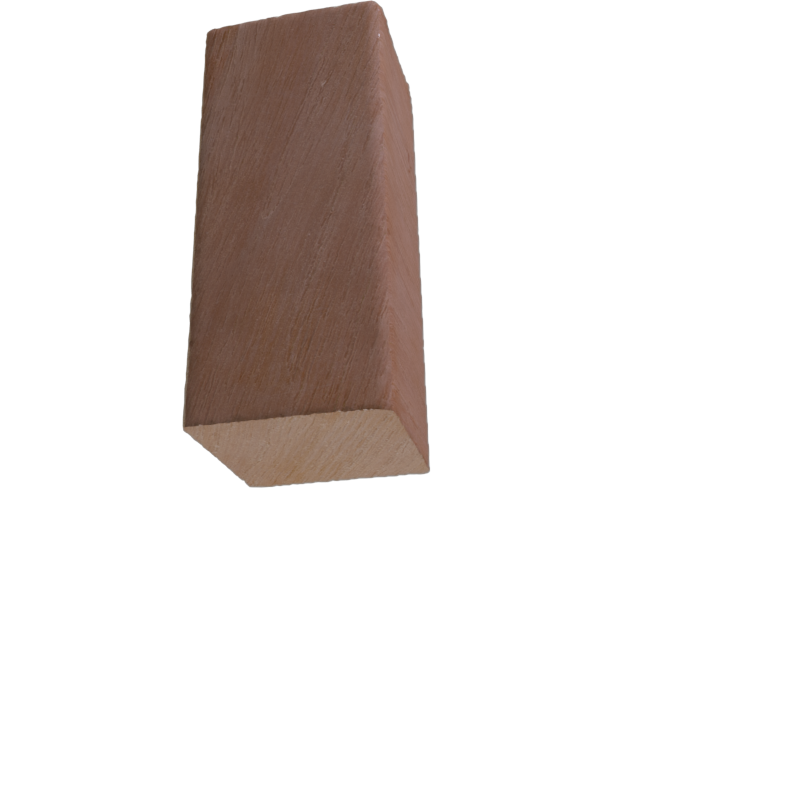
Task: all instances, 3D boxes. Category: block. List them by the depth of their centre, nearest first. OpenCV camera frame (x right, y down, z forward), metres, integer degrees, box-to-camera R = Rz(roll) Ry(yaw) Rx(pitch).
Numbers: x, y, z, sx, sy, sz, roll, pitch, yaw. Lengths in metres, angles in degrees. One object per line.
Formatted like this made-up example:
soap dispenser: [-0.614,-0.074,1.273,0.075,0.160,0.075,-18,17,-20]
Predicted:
block: [-0.041,-0.075,0.525,0.091,0.219,0.084,-8,-27,11]
